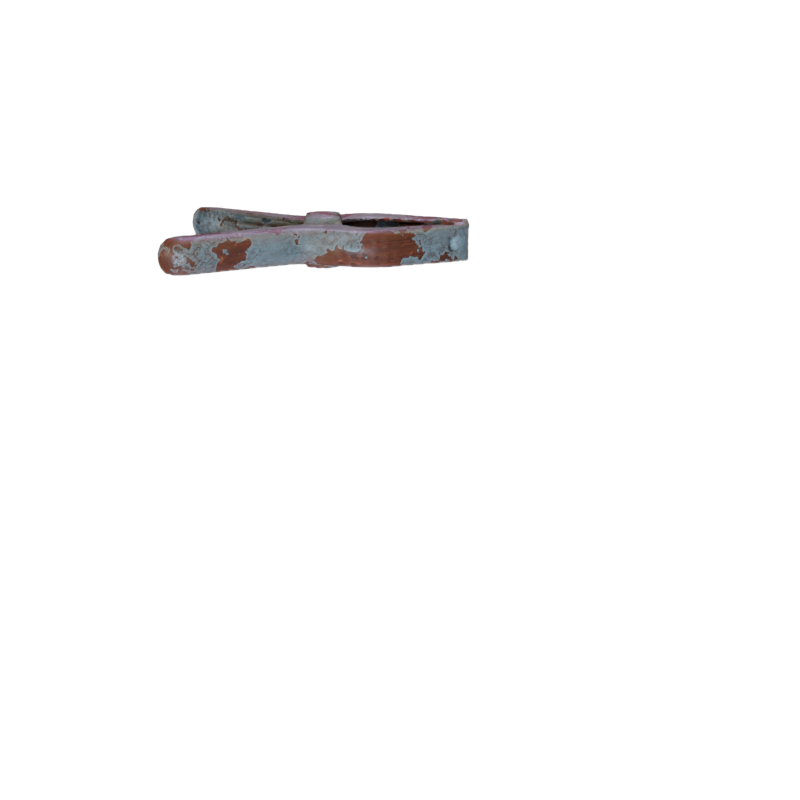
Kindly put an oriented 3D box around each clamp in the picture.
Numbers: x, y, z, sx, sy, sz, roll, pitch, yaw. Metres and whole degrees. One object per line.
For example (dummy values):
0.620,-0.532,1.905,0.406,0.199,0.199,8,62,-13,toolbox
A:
-0.059,-0.108,0.760,0.212,0.035,0.168,2,18,7,clamp
